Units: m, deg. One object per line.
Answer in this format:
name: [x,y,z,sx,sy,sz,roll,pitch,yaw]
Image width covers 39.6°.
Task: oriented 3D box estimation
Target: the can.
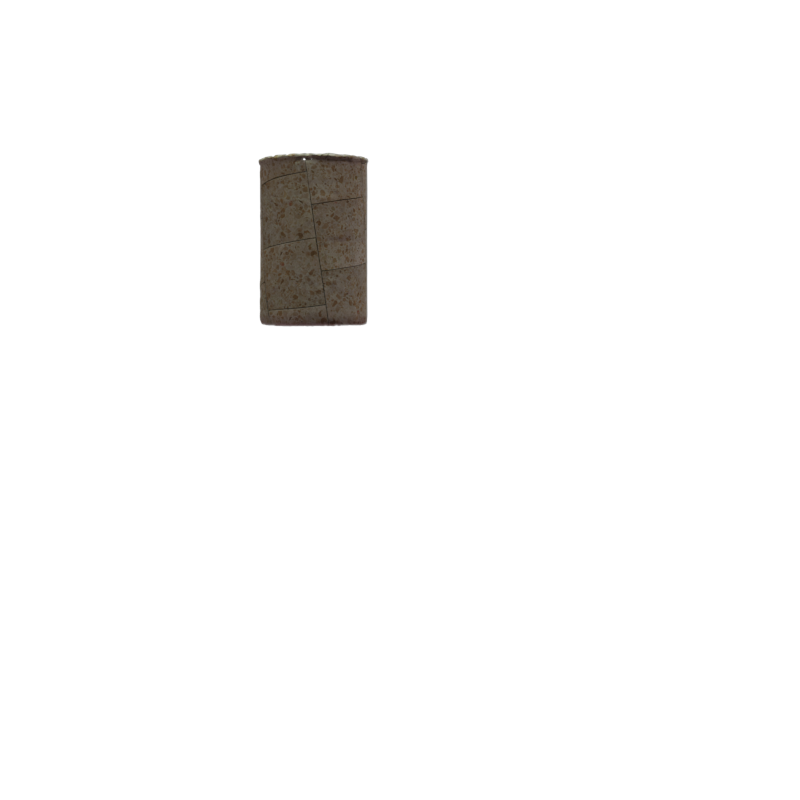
can: [-0.053,-0.097,0.683,0.068,0.103,0.068,0,0,-2]
